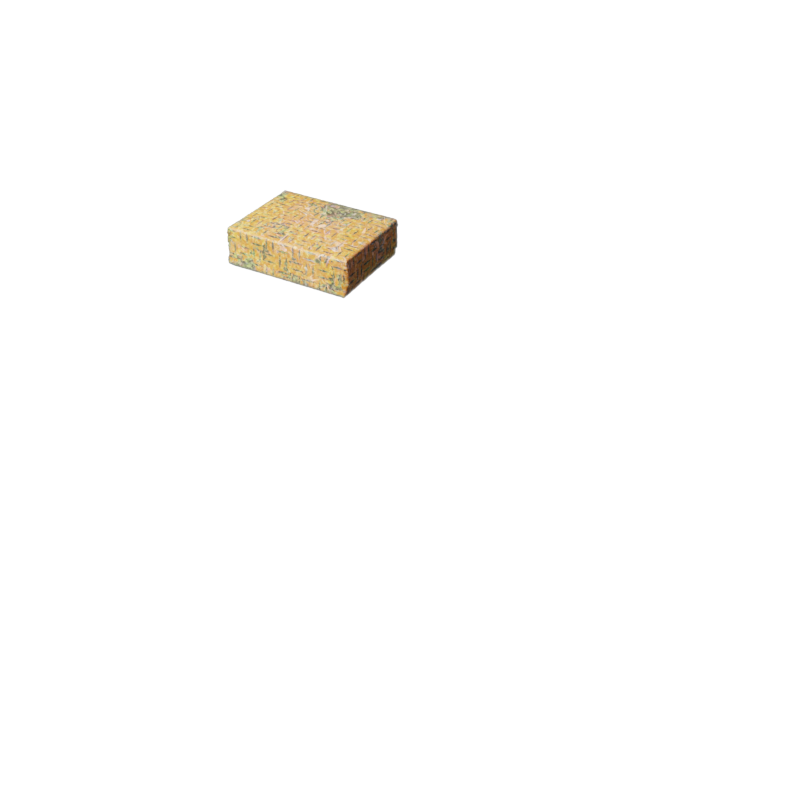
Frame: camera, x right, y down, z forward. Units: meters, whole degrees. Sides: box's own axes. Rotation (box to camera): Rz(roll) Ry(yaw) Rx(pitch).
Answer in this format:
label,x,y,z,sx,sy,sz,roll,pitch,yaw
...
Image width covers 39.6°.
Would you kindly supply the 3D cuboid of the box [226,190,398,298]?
label,x,y,z,sx,sy,sz,roll,pitch,yaw
box,-0.071,-0.130,0.908,0.118,0.037,0.091,16,34,24
